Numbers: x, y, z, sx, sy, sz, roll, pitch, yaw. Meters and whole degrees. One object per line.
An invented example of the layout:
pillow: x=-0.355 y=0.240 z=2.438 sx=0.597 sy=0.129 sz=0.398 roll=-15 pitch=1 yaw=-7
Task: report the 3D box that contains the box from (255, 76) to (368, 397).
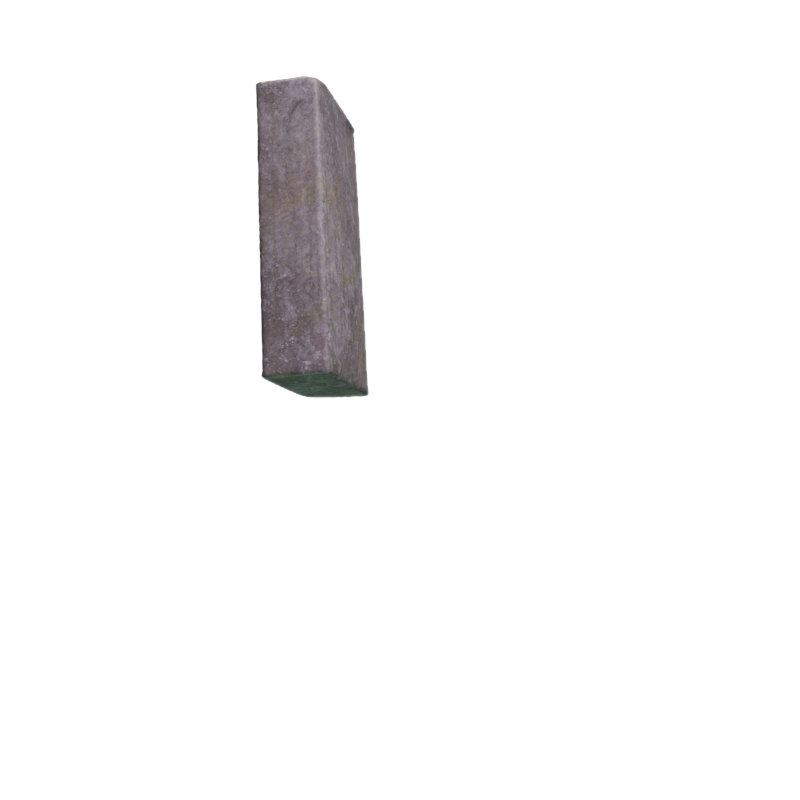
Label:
box: x=-0.051 y=-0.094 z=0.660 sx=0.049 sy=0.183 sz=0.089 roll=-4 pitch=-14 yaw=12
